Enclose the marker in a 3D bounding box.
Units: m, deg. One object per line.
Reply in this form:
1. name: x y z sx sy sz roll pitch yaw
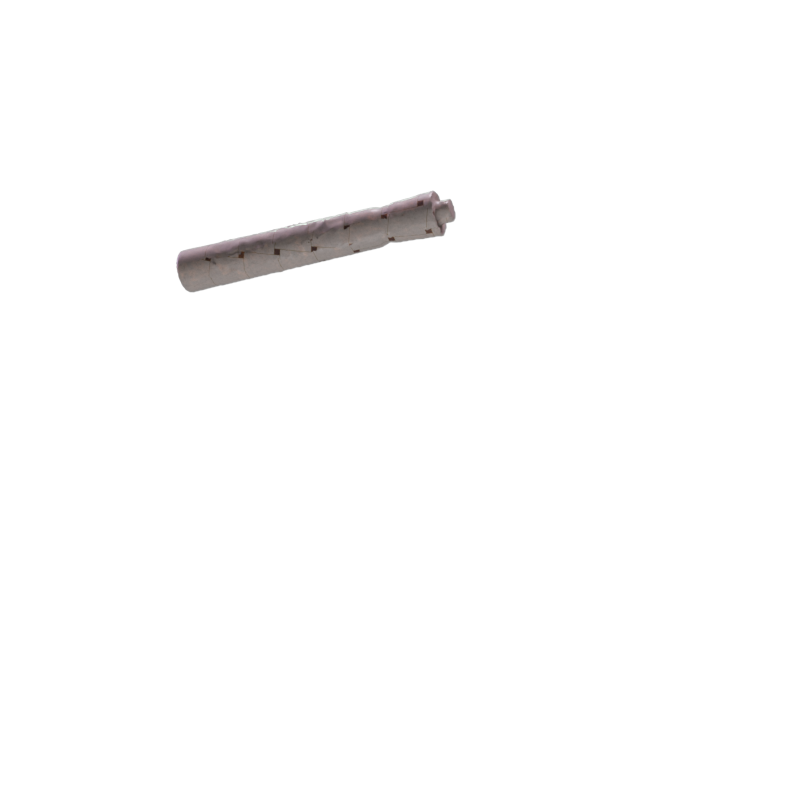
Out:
1. marker: -0.036 -0.066 0.462 0.123 0.020 0.019 -10 1 19
